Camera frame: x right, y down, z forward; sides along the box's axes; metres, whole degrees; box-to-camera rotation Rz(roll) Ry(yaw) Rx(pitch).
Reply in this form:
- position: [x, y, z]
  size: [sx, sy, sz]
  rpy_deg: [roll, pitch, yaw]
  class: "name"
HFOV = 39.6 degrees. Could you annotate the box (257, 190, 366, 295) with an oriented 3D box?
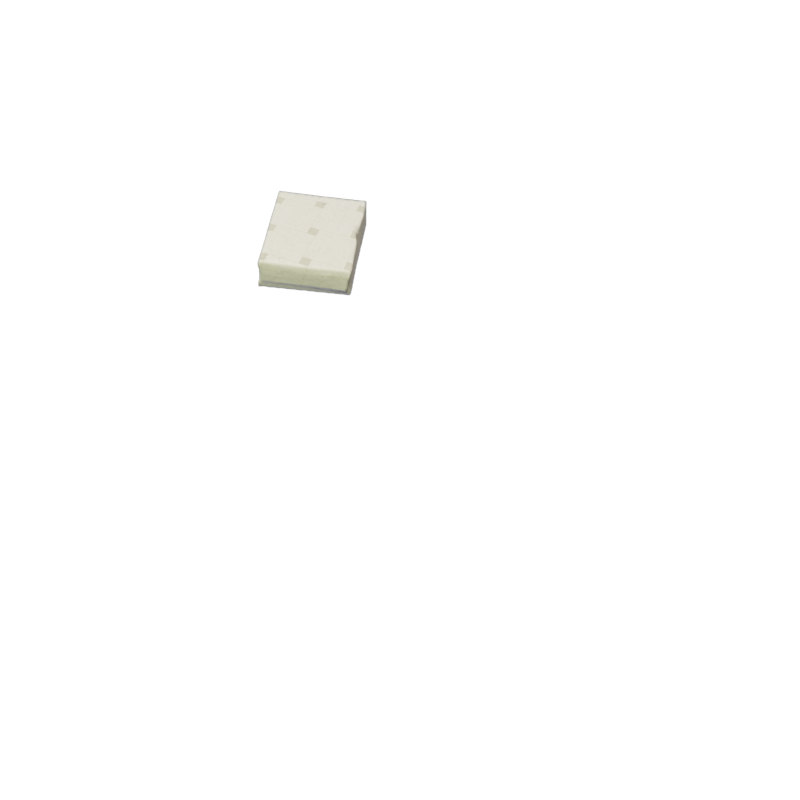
- position: [-0.068, -0.125, 0.873]
  size: [0.074, 0.095, 0.028]
  rpy_deg: [6, -44, 5]
  class: "box"
